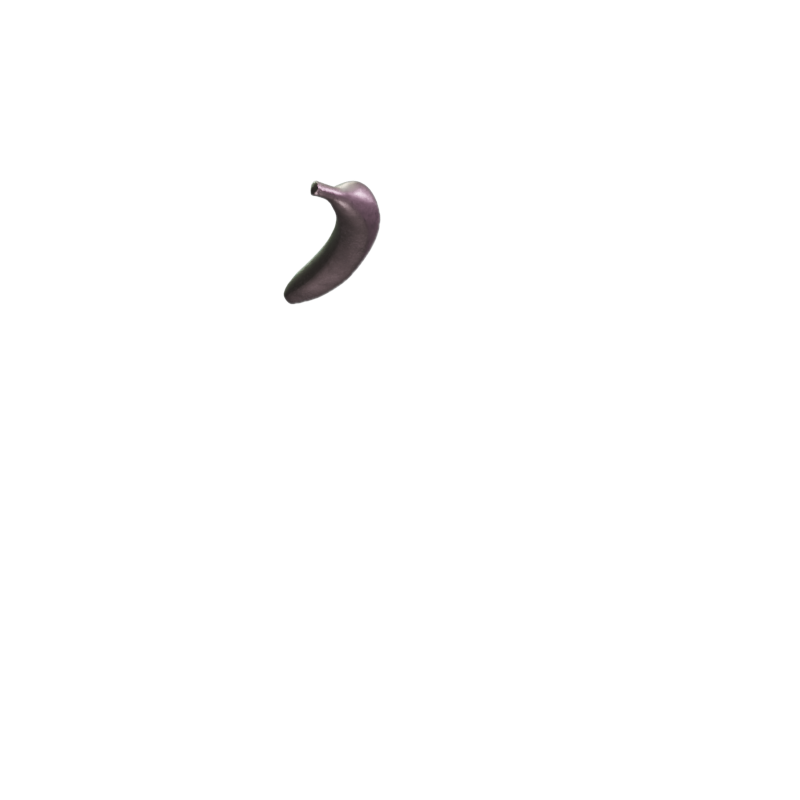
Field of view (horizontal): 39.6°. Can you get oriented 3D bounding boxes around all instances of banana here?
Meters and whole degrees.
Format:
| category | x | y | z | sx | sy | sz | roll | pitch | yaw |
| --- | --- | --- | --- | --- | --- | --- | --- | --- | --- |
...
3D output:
| category | x | y | z | sx | sy | sz | roll | pitch | yaw |
| --- | --- | --- | --- | --- | --- | --- | --- | --- | --- |
| banana | -0.057 | -0.139 | 0.968 | 0.069 | 0.039 | 0.188 | 5 | -27 | -10 |
